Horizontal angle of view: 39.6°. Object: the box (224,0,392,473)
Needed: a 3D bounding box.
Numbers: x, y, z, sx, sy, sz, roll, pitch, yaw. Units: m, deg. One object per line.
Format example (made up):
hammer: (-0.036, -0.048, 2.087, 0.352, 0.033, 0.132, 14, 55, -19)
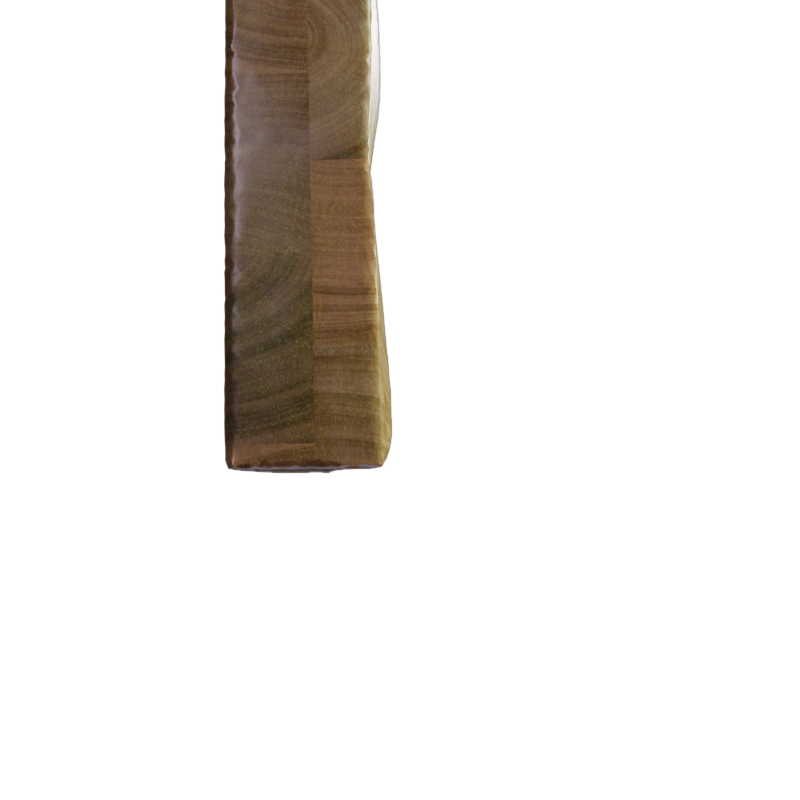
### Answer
box: (-0.041, -0.075, 0.528, 0.072, 0.219, 0.160, -1, -8, -1)
